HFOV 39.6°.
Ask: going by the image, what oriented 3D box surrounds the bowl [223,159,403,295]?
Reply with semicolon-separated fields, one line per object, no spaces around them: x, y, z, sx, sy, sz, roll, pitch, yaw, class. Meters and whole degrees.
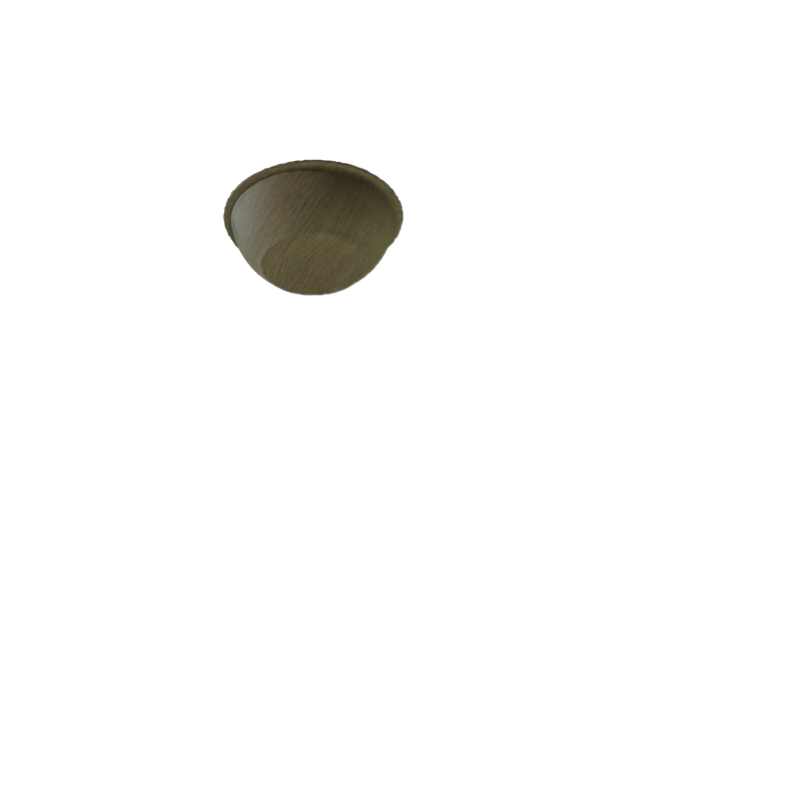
-0.077;-0.140;0.979;0.162;0.059;0.152;1;-33;-2;bowl
